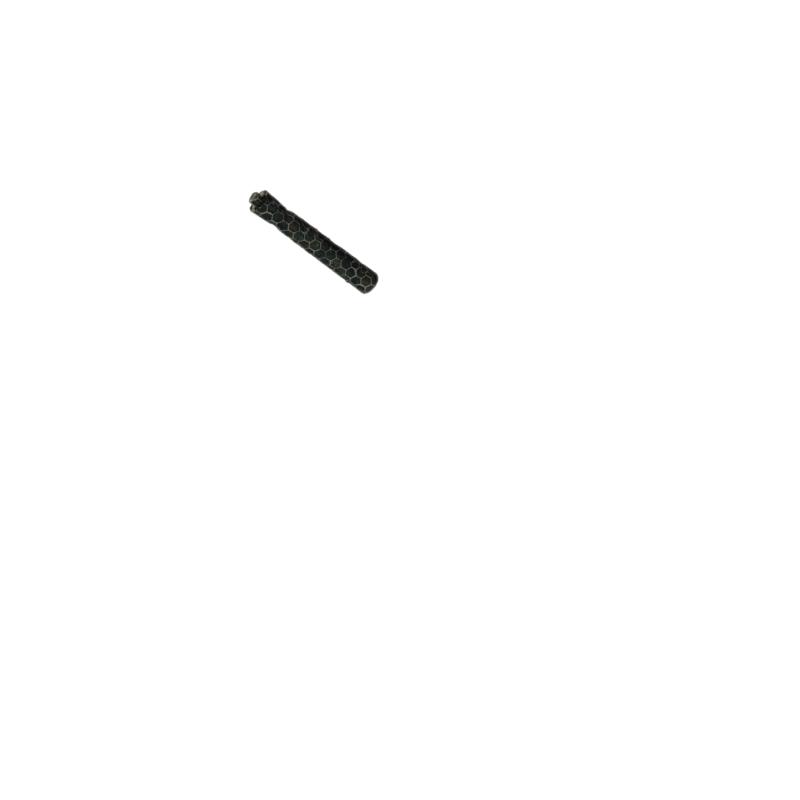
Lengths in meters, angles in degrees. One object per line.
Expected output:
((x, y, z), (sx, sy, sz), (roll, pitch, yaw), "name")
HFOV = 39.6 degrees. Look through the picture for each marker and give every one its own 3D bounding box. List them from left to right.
((-0.064, -0.116, 0.811), (0.114, 0.020, 0.020), (34, -16, -30), "marker")
